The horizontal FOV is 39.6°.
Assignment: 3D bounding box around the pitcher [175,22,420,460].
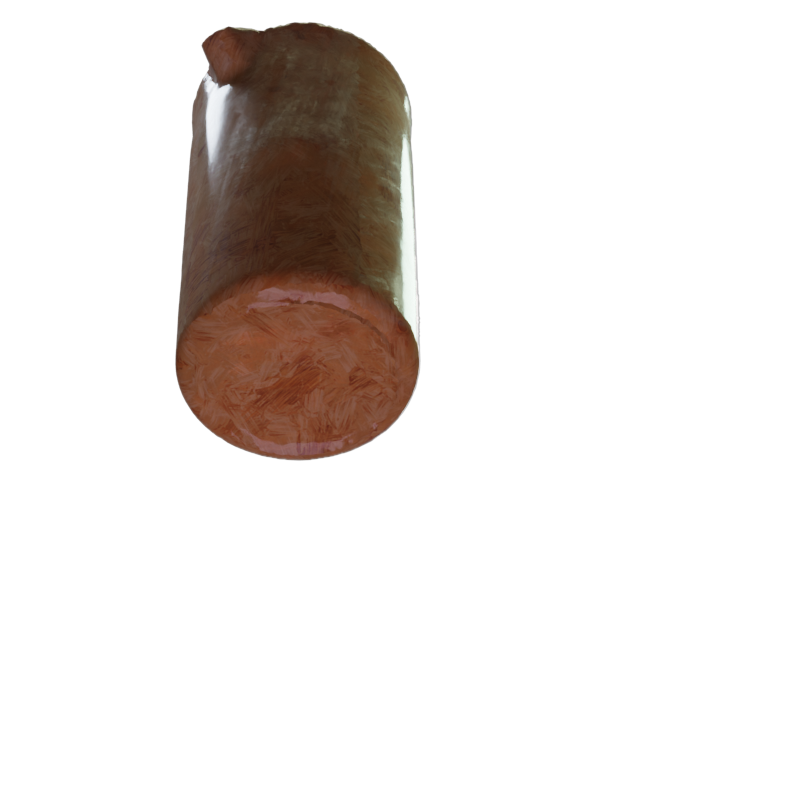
[{"bbox_3d":[-0.046,-0.083,0.582,0.147,0.137,0.260,7,38,-9],"label":"pitcher"}]
